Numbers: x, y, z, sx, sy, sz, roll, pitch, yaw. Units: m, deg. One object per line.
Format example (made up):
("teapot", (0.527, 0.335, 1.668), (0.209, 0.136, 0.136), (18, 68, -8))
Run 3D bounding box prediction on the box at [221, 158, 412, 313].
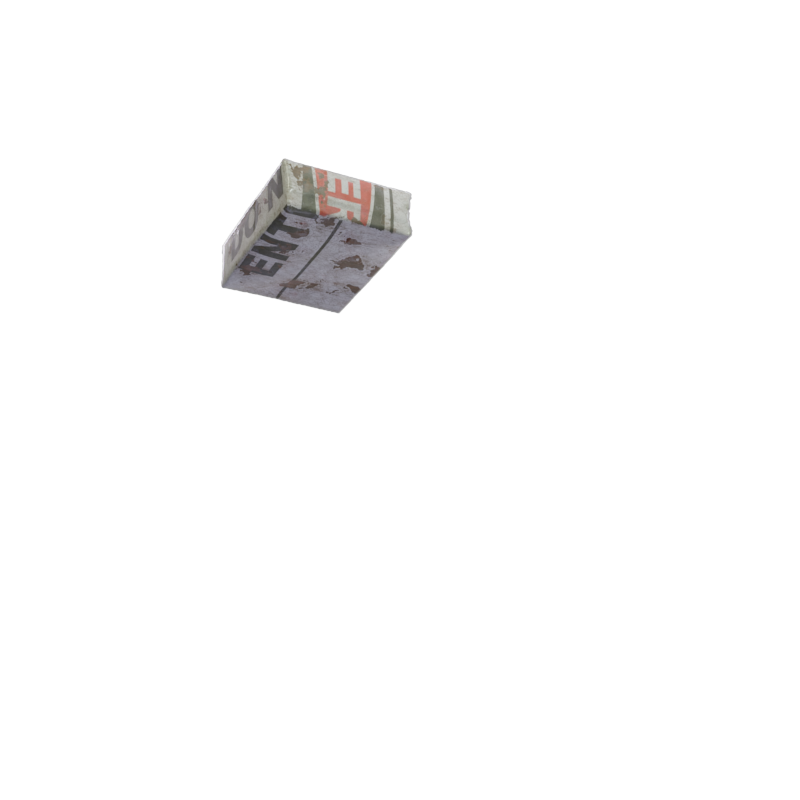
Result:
("box", (-0.057, -0.103, 0.724), (0.086, 0.041, 0.111), (12, -28, -24))
